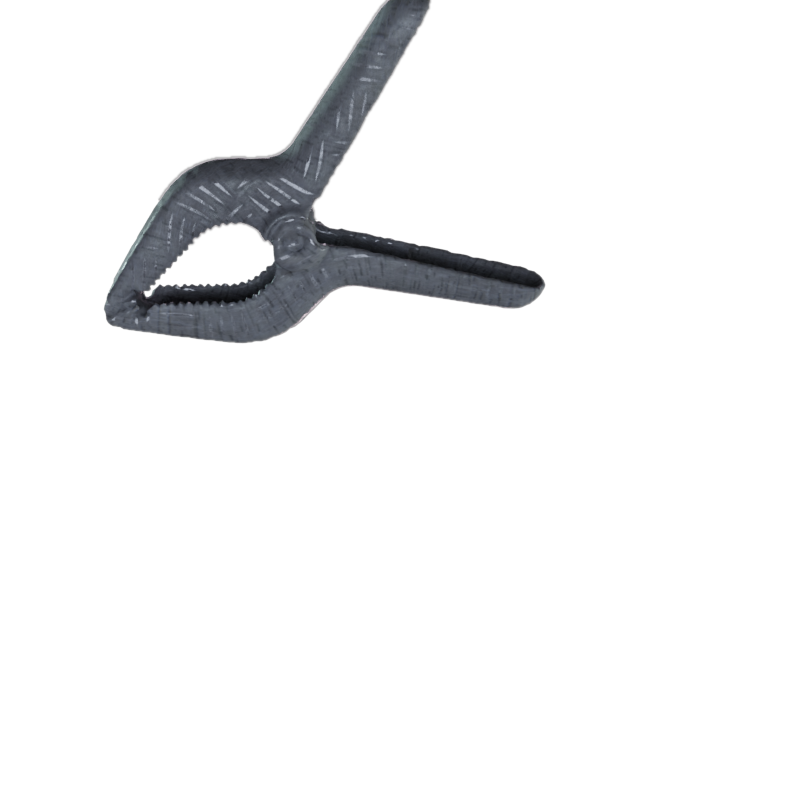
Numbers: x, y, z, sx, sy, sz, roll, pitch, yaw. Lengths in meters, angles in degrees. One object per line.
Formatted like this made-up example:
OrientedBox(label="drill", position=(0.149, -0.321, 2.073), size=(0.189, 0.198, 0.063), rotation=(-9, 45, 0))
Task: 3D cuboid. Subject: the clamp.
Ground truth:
OrientedBox(label="clamp", position=(-0.042, -0.077, 0.539), size=(0.210, 0.157, 0.038), rotation=(-28, 19, 10))
